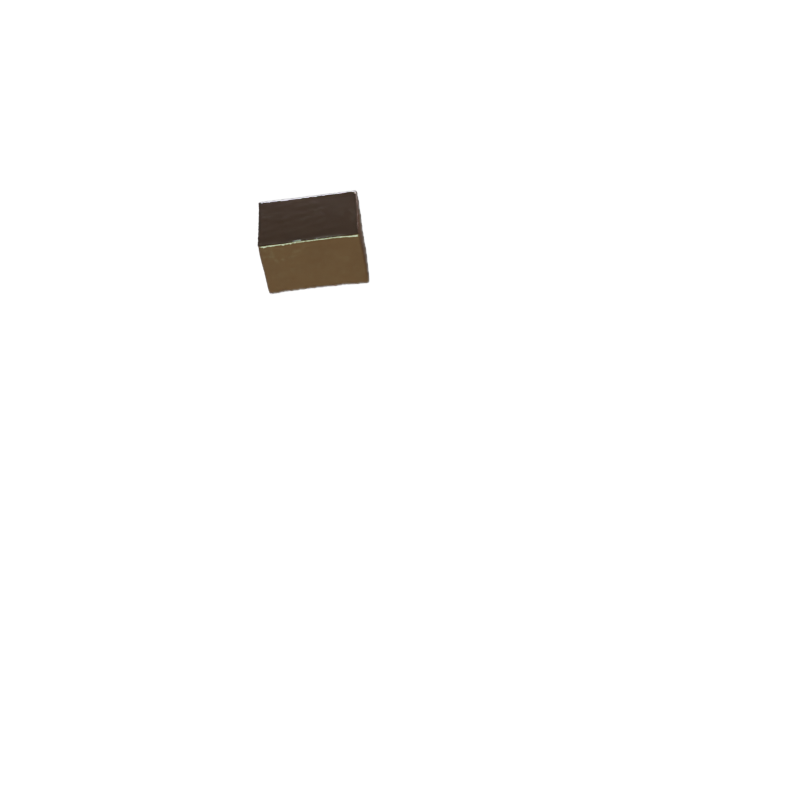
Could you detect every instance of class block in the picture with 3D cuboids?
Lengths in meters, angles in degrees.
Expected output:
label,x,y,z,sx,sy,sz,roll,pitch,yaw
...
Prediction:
label,x,y,z,sx,sy,sz,roll,pitch,yaw
block,-0.065,-0.119,0.835,0.078,0.055,0.049,-6,-43,4
